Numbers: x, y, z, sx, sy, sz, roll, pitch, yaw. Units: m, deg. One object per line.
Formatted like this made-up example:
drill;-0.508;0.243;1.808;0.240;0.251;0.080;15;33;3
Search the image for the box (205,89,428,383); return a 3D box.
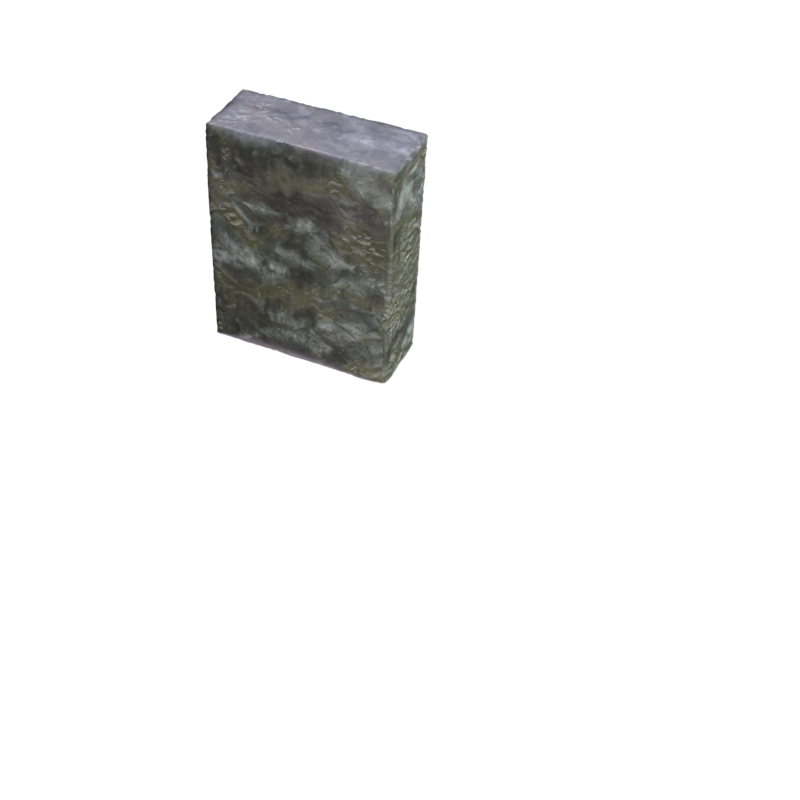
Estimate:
box;-0.071;-0.129;0.904;0.170;0.199;0.074;19;42;18
